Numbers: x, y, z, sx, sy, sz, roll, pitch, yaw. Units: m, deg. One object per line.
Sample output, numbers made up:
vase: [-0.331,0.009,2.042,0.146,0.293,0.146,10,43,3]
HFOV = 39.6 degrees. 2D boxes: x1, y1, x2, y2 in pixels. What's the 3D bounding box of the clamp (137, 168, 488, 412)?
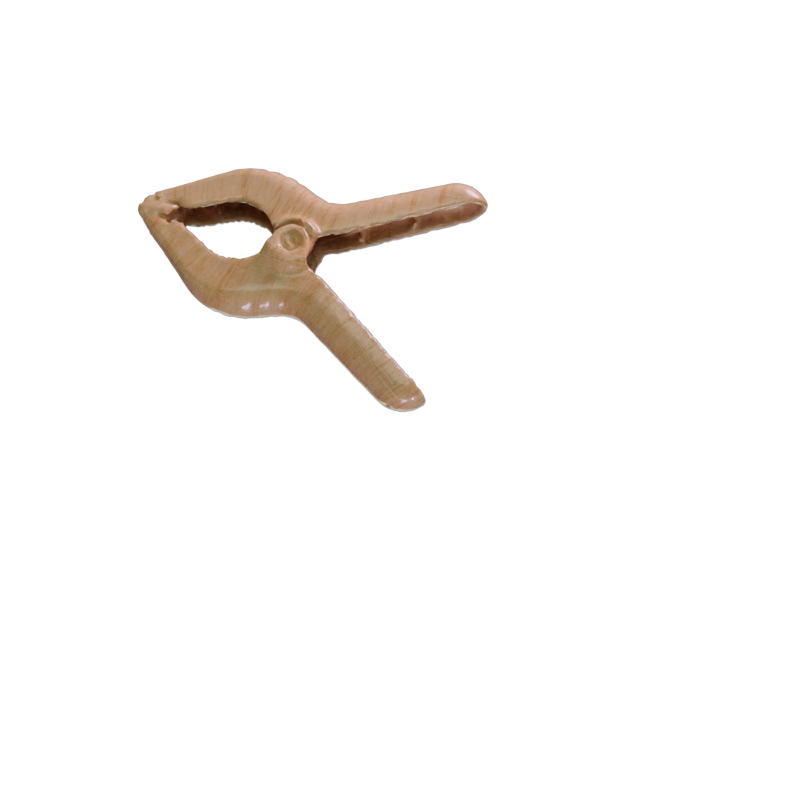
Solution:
clamp: [-0.043,-0.079,0.553,0.176,0.124,0.037,25,-26,13]
